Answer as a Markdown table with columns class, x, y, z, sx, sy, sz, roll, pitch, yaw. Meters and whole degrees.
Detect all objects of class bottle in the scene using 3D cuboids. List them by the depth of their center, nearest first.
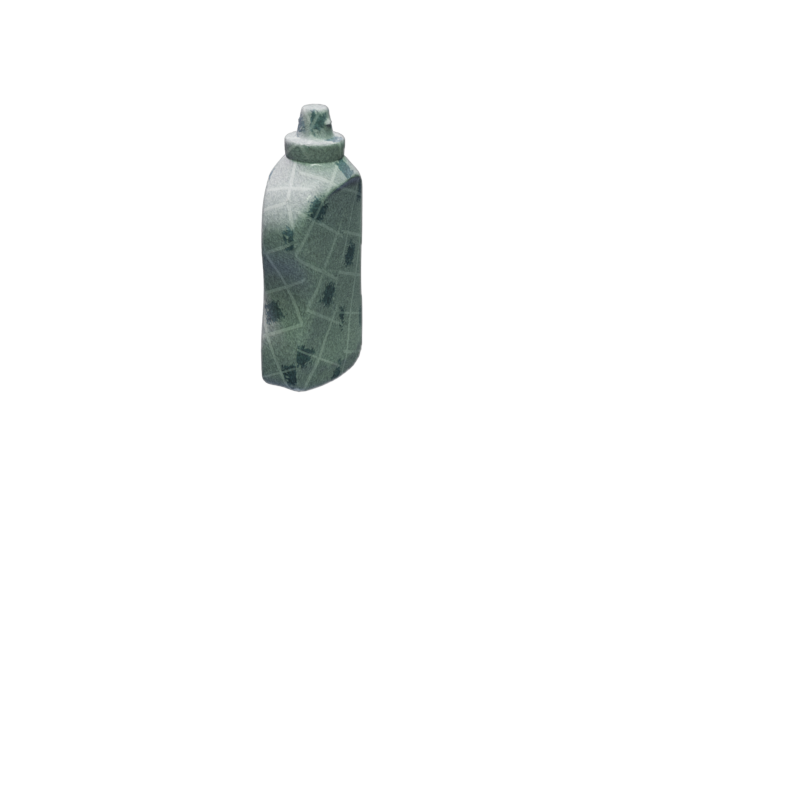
| class | x | y | z | sx | sy | sz | roll | pitch | yaw |
| --- | --- | --- | --- | --- | --- | --- | --- | --- | --- |
| bottle | -0.060 | -0.110 | 0.769 | 0.061 | 0.183 | 0.096 | 13 | 24 | 26 |
